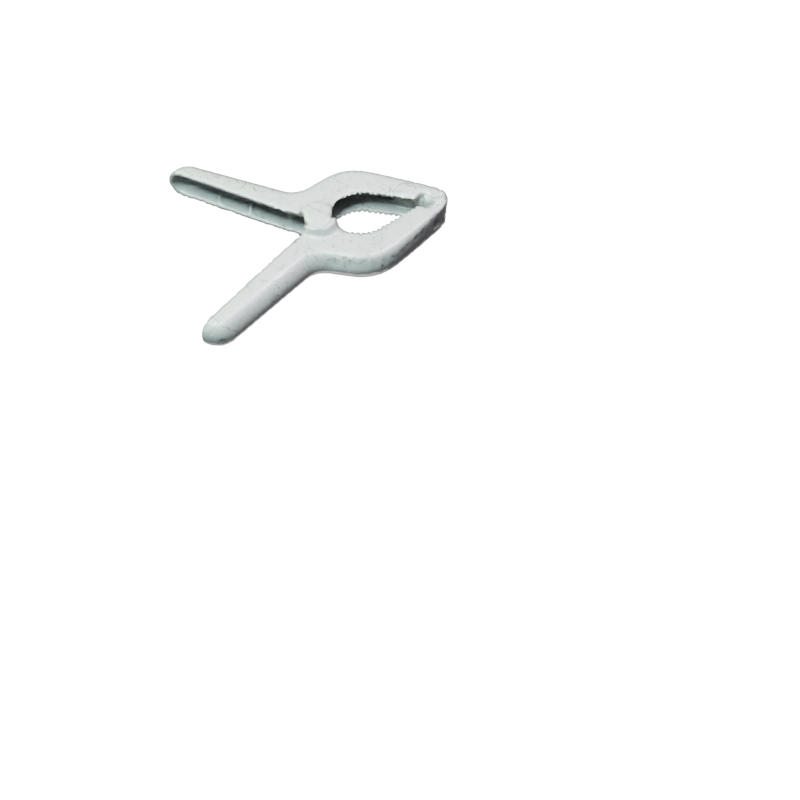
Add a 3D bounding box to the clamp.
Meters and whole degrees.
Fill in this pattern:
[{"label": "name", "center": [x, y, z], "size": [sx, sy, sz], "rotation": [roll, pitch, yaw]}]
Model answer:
[{"label": "clamp", "center": [-0.065, -0.119, 0.830], "size": [0.209, 0.177, 0.034], "rotation": [-6, -35, -4]}]
